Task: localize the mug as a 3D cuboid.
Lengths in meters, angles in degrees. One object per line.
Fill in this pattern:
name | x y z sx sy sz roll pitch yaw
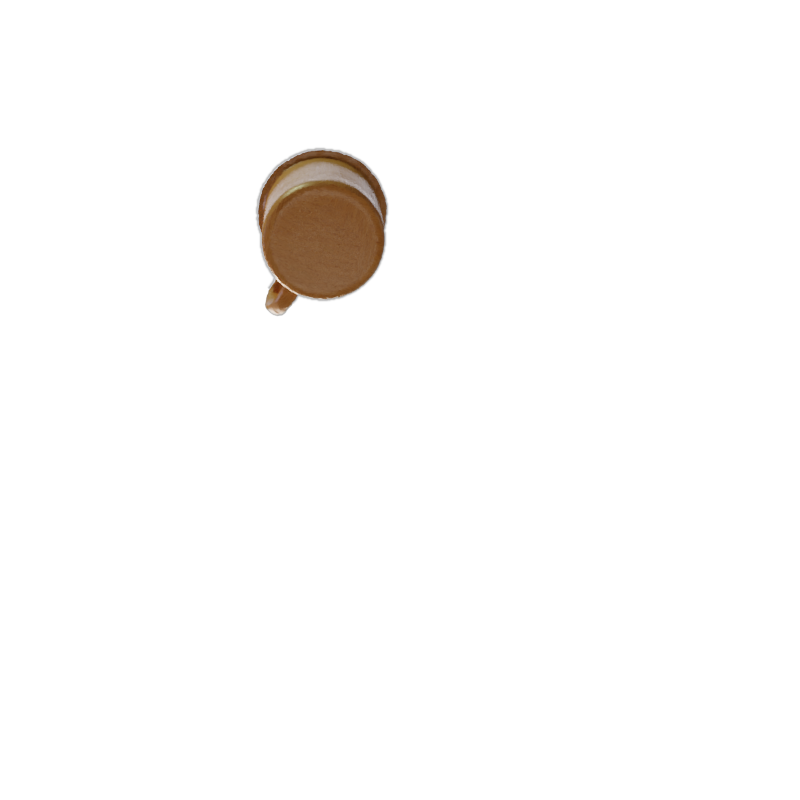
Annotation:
mug | -0.059 -0.108 0.759 0.091 0.115 0.085 32 15 -12
